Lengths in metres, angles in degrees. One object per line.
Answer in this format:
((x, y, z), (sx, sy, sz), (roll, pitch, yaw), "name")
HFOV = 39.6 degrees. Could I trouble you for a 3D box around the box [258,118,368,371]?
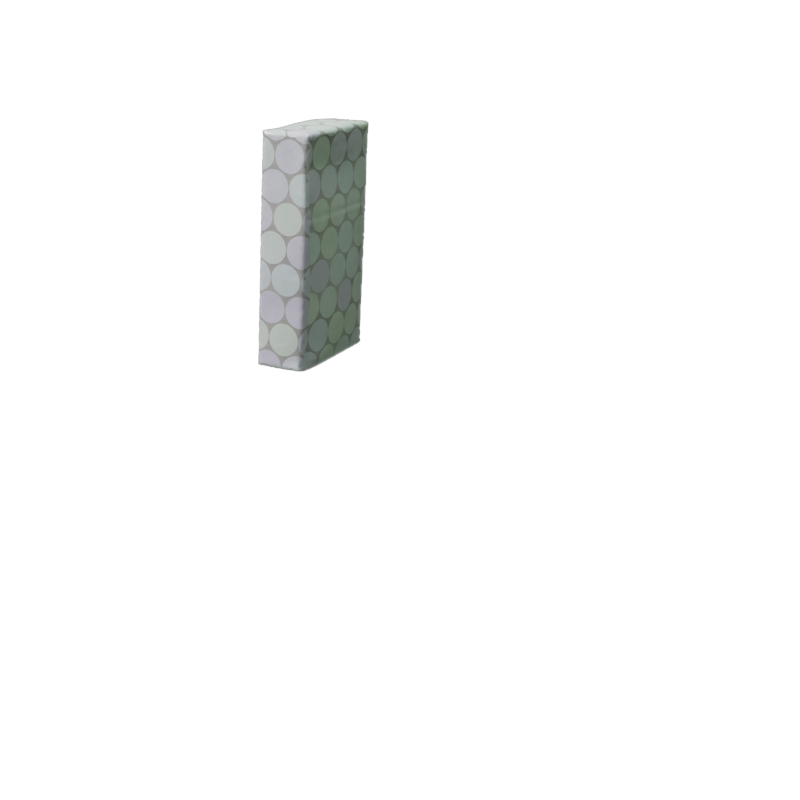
((-0.065, -0.118, 0.825), (0.050, 0.171, 0.093), (7, 16, 26), "box")
